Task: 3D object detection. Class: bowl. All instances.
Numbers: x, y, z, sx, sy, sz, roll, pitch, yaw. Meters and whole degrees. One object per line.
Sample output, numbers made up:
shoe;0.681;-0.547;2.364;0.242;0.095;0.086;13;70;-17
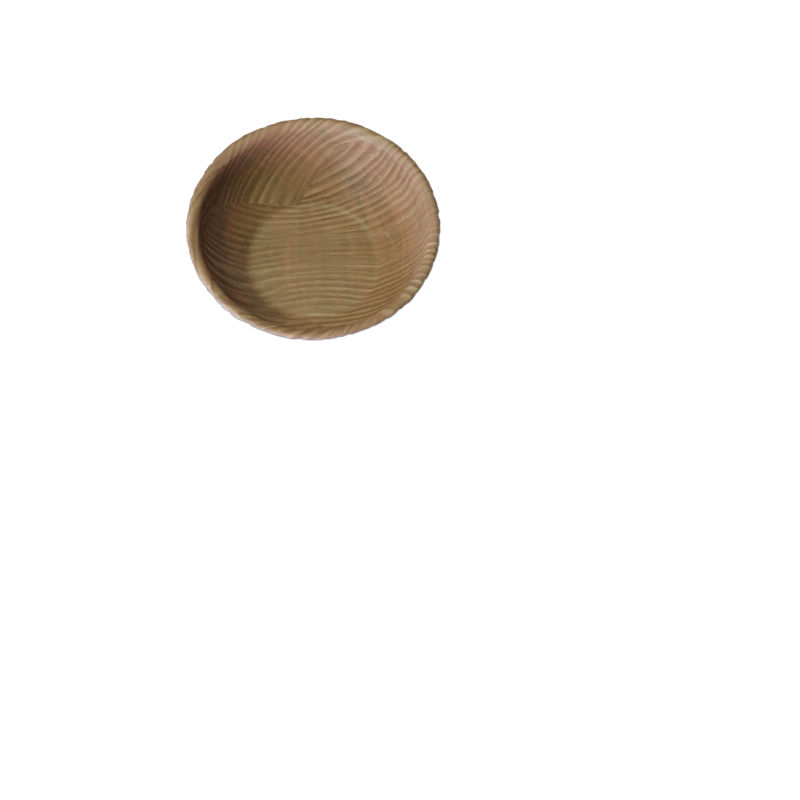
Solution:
bowl;-0.057;-0.104;0.725;0.162;0.172;0.052;-1;-27;-1
